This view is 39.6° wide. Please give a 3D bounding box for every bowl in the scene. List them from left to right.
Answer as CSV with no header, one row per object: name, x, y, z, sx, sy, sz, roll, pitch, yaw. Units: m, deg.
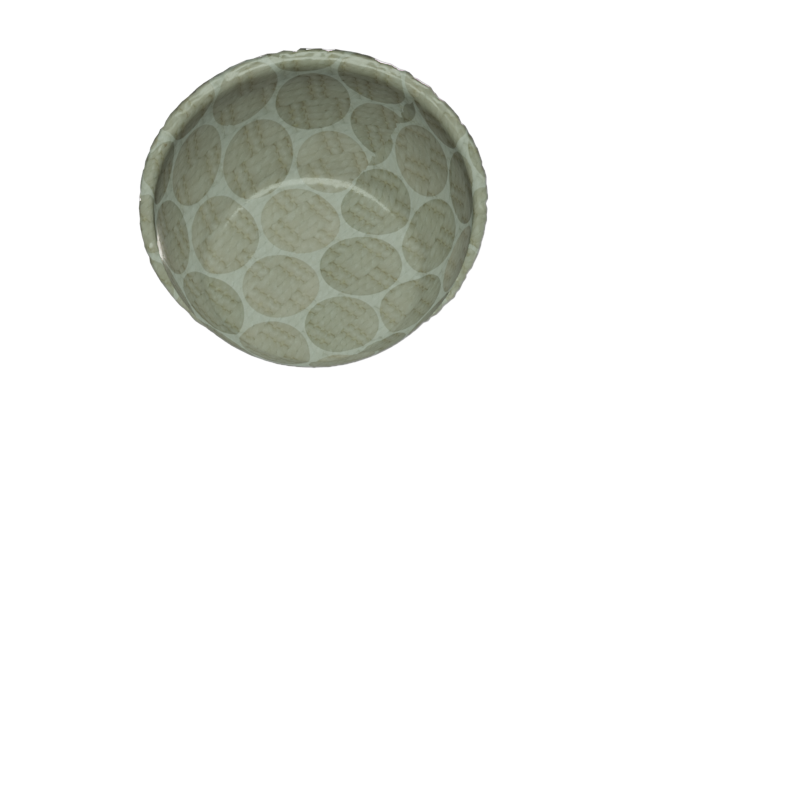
bowl,-0.038,-0.070,0.491,0.162,0.152,0.059,1,32,-1
